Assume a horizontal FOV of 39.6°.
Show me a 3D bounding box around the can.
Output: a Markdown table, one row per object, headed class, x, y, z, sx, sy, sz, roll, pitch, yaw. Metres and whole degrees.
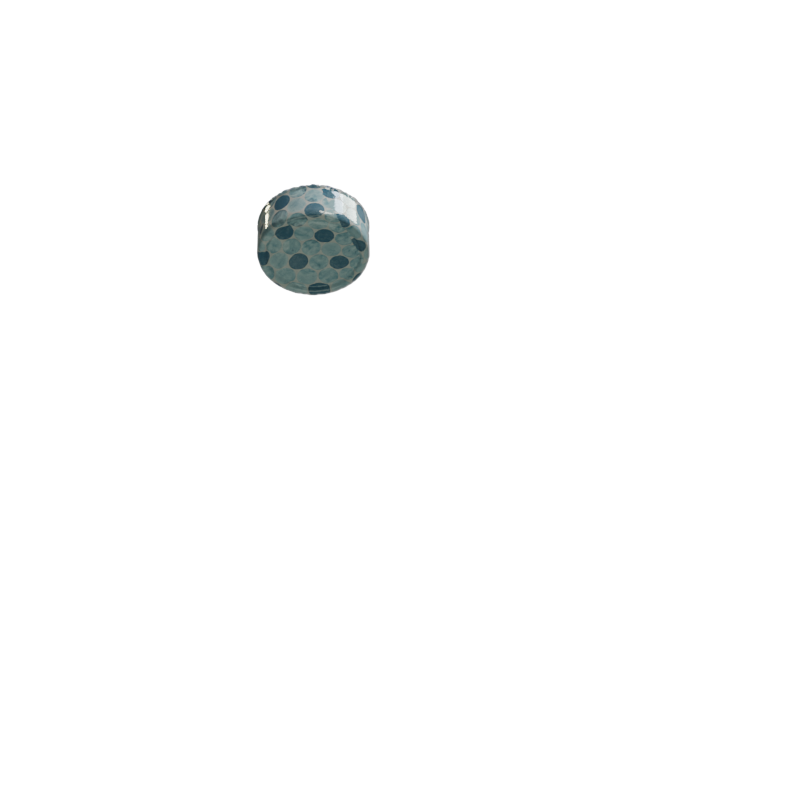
| class | x | y | z | sx | sy | sz | roll | pitch | yaw |
| --- | --- | --- | --- | --- | --- | --- | --- | --- | --- |
| can | -0.066 | -0.119 | 0.837 | 0.086 | 0.036 | 0.080 | 1 | -43 | -1 |
